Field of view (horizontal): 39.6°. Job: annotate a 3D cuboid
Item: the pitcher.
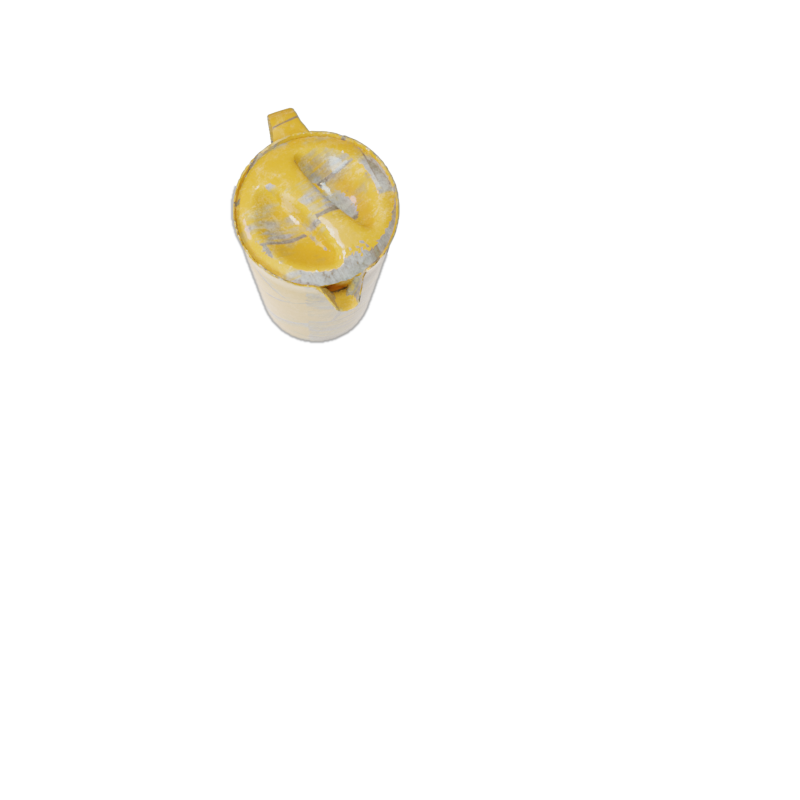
[{"bbox_3d":[-0.077,-0.141,0.989,0.147,0.153,0.234,25,-14,3],"label":"pitcher"}]
